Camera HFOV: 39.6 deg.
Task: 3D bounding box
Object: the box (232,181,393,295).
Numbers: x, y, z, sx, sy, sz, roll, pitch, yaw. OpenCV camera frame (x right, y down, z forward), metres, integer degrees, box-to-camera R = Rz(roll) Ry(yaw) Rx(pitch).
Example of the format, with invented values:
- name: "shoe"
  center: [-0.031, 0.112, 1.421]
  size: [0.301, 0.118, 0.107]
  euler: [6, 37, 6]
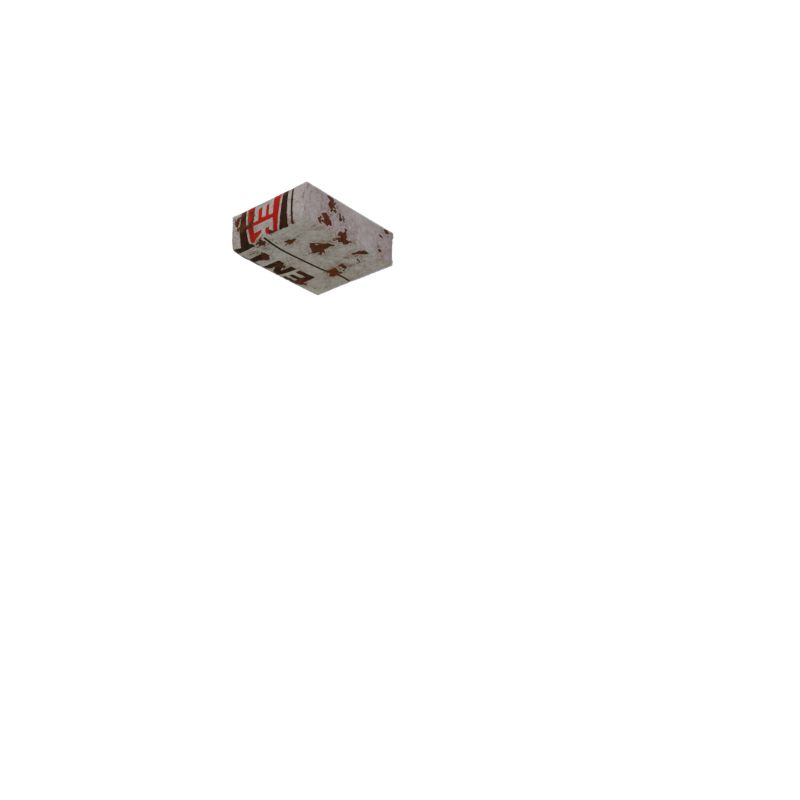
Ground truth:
- name: "box"
  center: [-0.074, -0.135, 0.949]
  size: [0.091, 0.041, 0.106]
  euler: [-19, -30, 37]
